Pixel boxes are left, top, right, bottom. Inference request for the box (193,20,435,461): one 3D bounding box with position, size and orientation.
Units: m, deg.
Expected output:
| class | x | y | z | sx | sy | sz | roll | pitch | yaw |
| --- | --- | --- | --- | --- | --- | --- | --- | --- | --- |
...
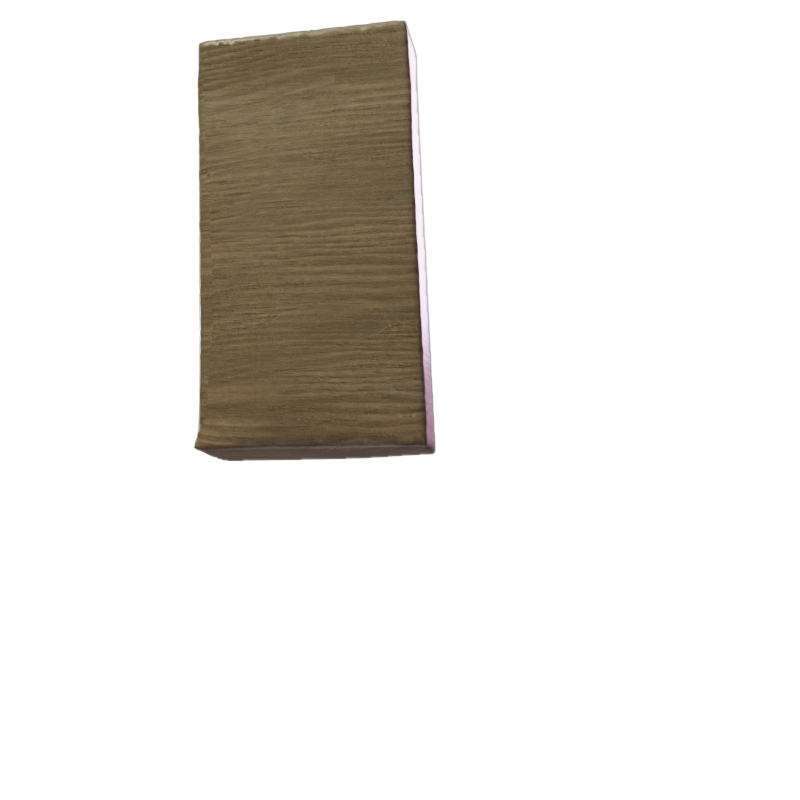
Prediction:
| class | x | y | z | sx | sy | sz | roll | pitch | yaw |
| --- | --- | --- | --- | --- | --- | --- | --- | --- | --- |
| box | -0.036 | -0.066 | 0.463 | 0.094 | 0.183 | 0.046 | -4 | -16 | 10 |
